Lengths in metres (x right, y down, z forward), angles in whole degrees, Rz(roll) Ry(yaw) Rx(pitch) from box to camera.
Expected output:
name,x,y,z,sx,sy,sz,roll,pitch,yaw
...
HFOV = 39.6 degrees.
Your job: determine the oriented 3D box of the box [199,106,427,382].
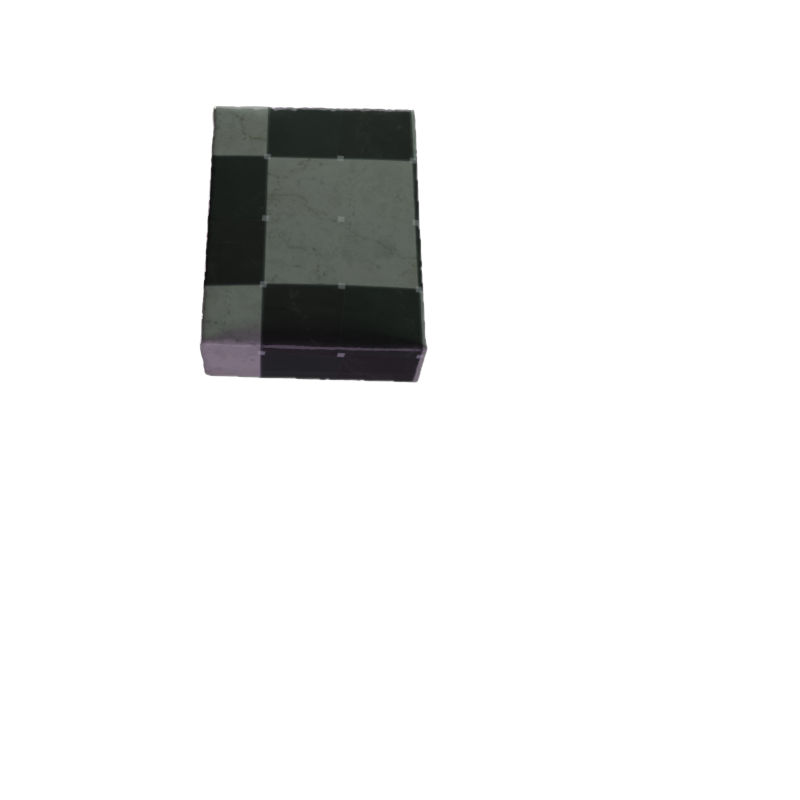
name,x,y,z,sx,sy,sz,roll,pitch,yaw
box,-0.068,-0.123,0.862,0.163,0.227,0.068,0,-29,-3
